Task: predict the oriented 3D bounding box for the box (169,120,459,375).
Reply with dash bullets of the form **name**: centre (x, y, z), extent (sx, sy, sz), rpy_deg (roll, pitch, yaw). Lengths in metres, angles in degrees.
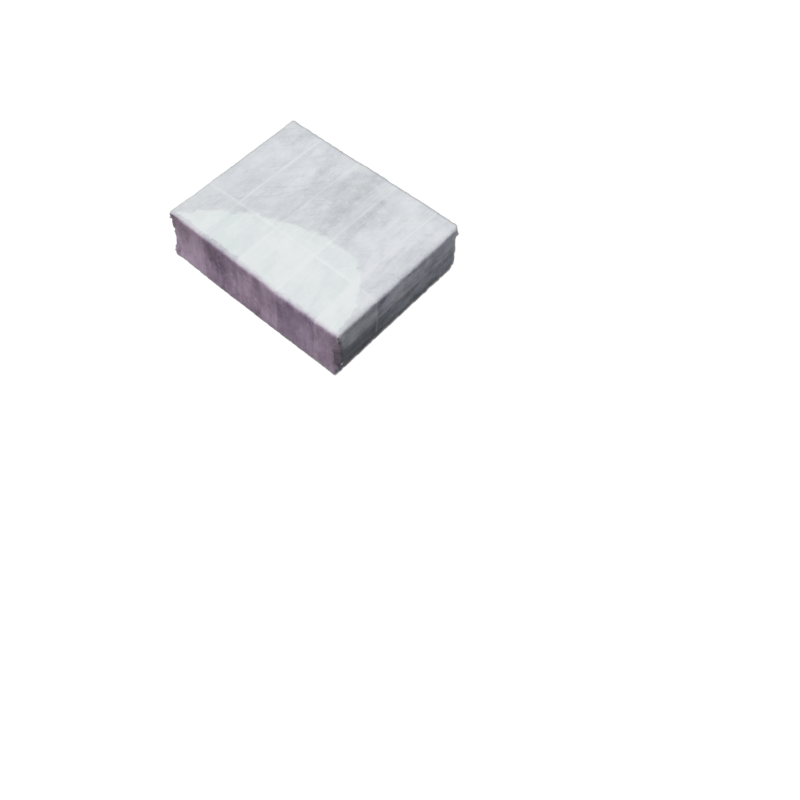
- **box**: centre (-0.043, -0.078, 0.547), extent (0.120, 0.036, 0.091), rpy_deg (34, 58, 24)
